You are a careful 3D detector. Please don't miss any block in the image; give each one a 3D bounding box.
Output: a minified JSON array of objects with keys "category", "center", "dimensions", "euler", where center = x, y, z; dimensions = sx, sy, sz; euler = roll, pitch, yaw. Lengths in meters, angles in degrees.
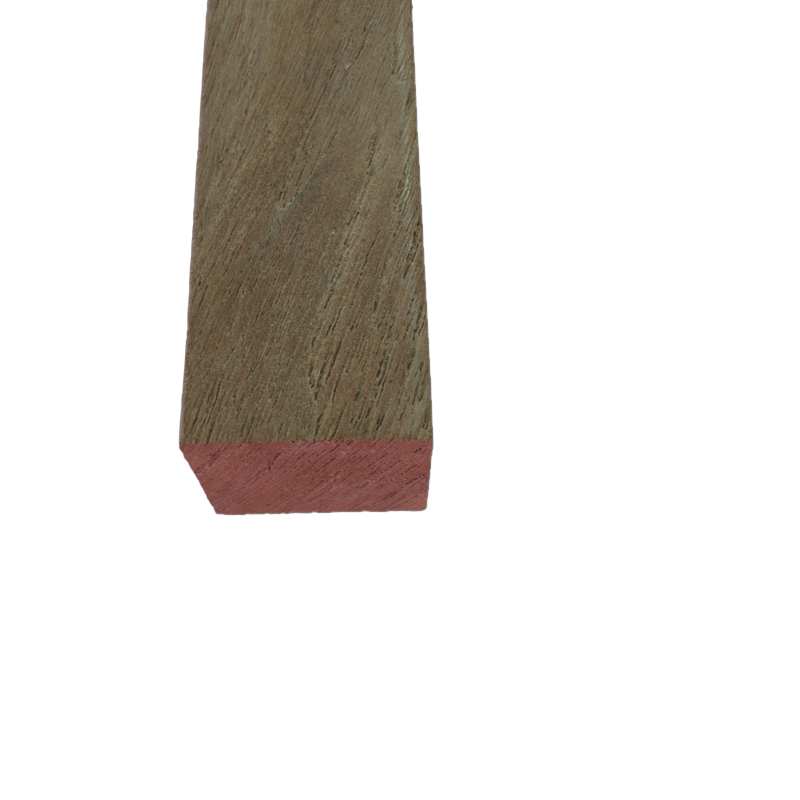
[{"category":"block","center":[-0.036,-0.067,0.467],"dimensions":[0.090,0.219,0.085],"euler":[-2,-27,1]}]
